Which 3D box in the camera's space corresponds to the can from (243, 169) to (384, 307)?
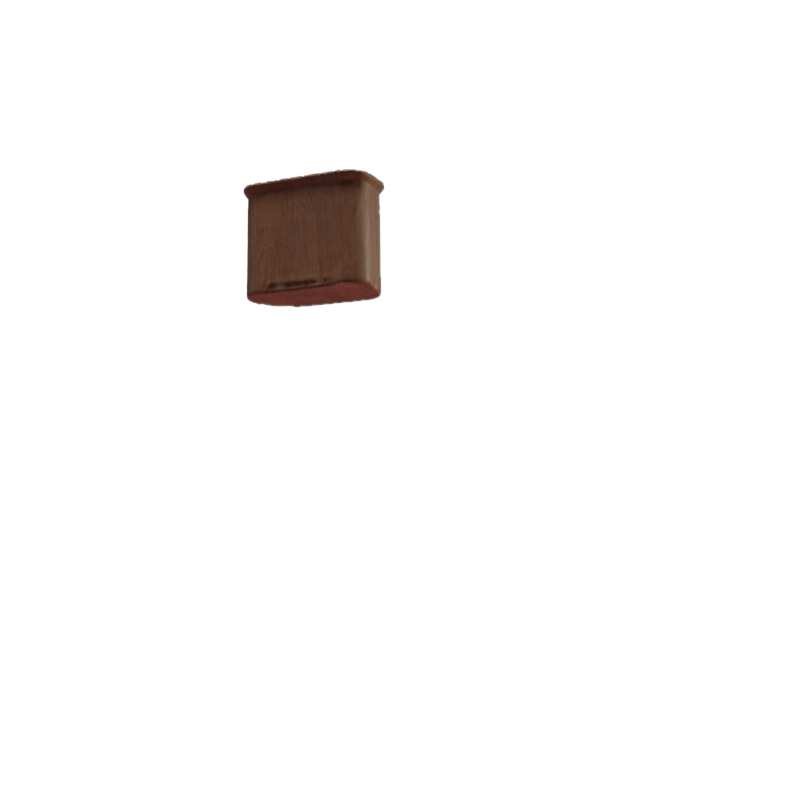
[{"bbox_3d":[-0.063,-0.115,0.805,0.104,0.087,0.054,-5,-14,24],"label":"can"}]
